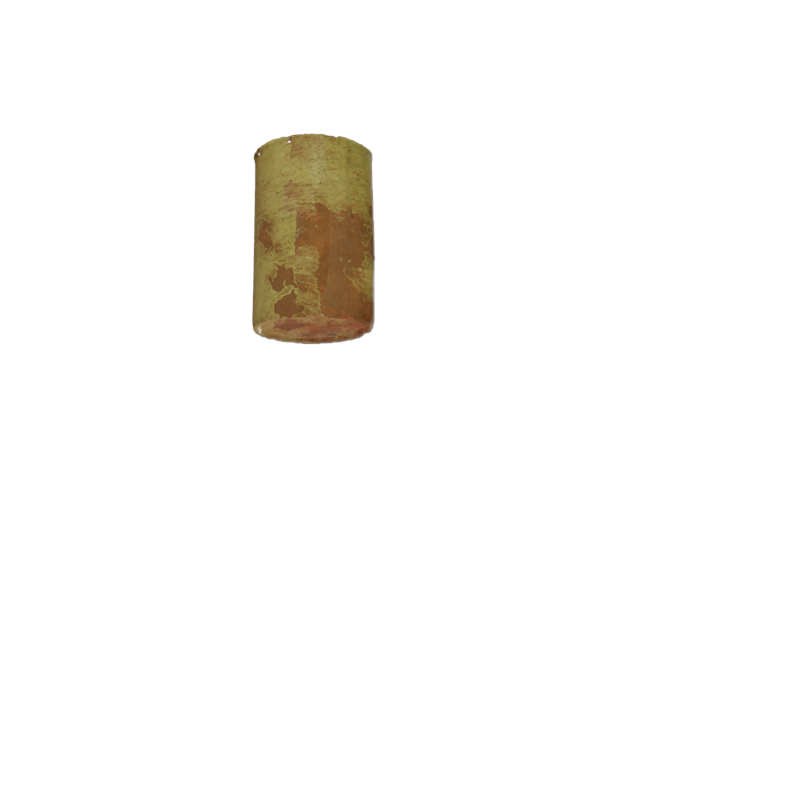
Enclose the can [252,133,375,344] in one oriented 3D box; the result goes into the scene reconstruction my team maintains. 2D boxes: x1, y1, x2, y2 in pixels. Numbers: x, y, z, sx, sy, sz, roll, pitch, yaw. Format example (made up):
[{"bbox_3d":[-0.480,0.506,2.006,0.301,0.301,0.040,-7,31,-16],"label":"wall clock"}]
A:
[{"bbox_3d":[-0.048,-0.088,0.617,0.068,0.106,0.066,0,-15,-2],"label":"can"}]
